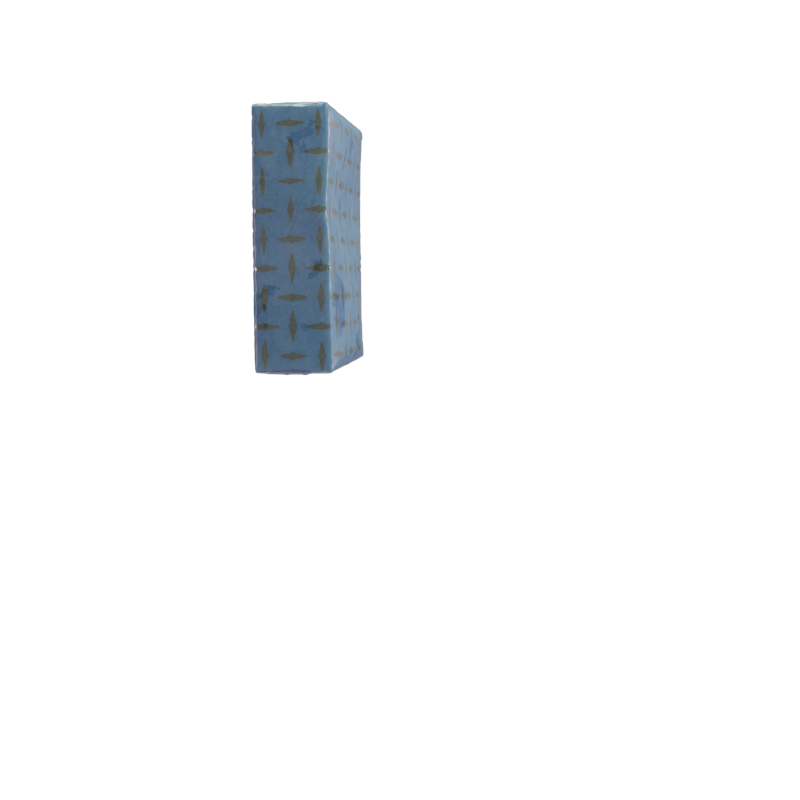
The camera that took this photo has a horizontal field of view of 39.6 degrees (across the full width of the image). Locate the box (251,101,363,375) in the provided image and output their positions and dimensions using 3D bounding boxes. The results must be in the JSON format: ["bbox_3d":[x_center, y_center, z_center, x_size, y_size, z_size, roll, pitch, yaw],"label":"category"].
[{"bbox_3d":[-0.074,-0.134,0.941,0.073,0.214,0.162,0,1,8],"label":"box"}]
